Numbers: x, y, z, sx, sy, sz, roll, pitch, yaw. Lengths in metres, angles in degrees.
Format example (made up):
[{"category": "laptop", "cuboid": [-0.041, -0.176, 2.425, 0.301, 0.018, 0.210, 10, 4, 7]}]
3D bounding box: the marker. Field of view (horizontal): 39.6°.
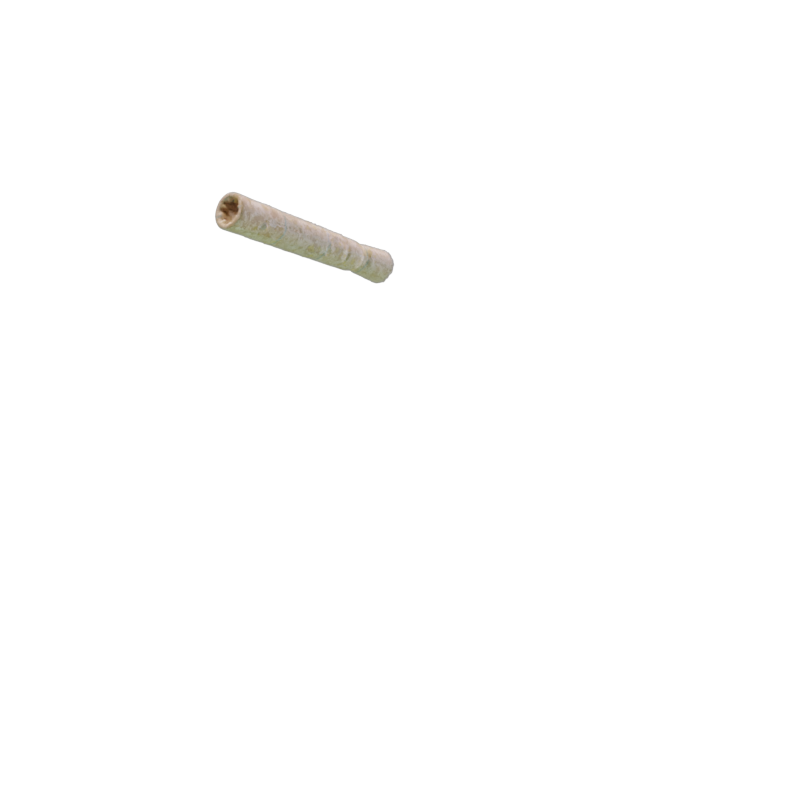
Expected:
[{"category": "marker", "cuboid": [-0.044, -0.081, 0.567, 0.021, 0.020, 0.114, 4, -7, 42]}]
